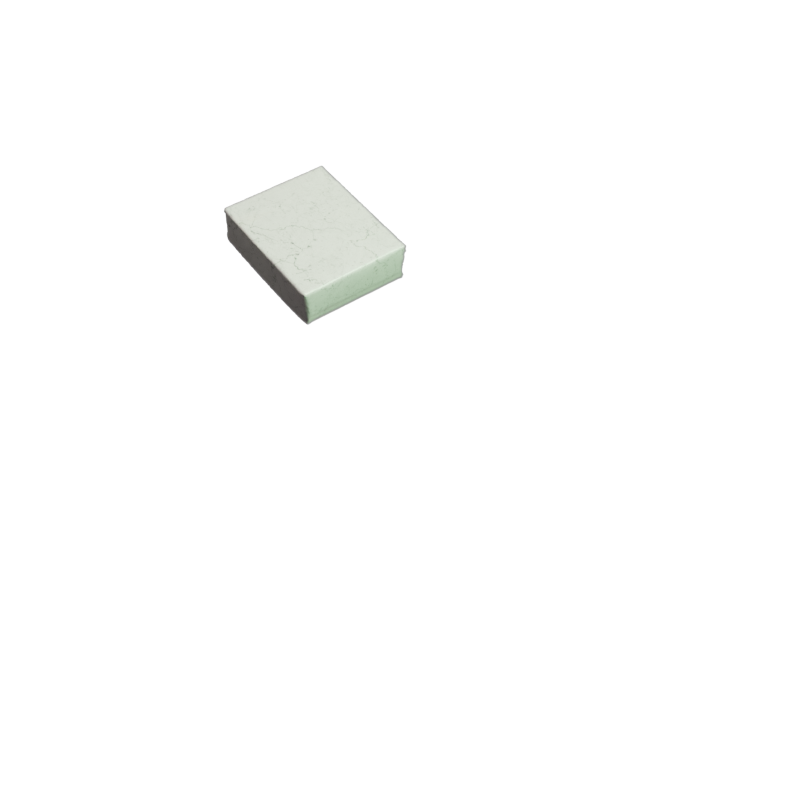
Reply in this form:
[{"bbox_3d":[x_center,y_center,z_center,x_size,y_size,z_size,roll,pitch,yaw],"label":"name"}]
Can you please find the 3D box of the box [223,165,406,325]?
[{"bbox_3d":[-0.065,-0.118,0.825,0.090,0.036,0.122,-28,55,-22],"label":"box"}]
